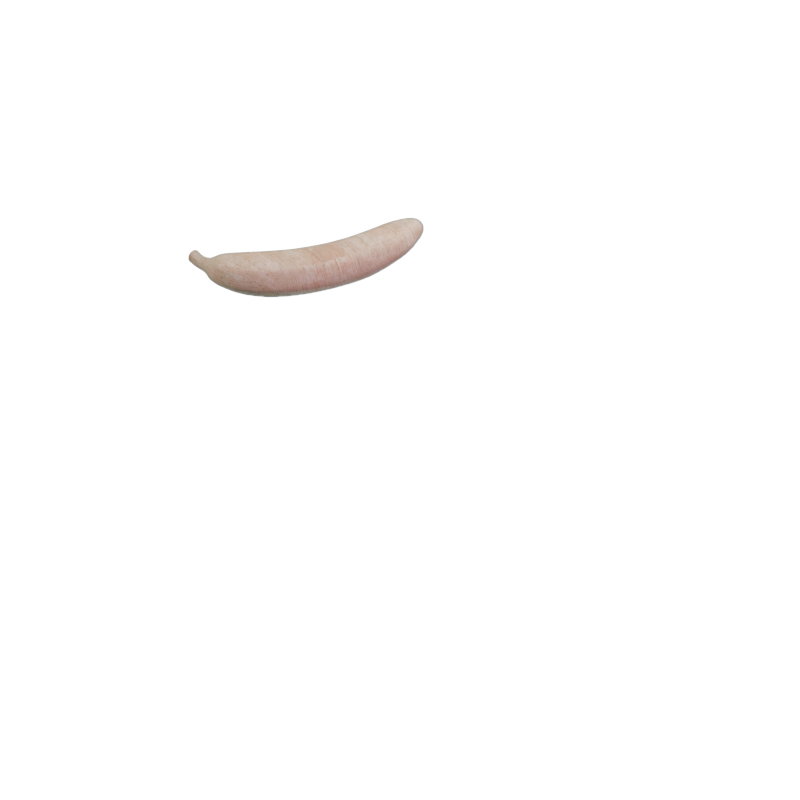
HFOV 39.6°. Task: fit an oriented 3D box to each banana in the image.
[{"bbox_3d":[-0.071,-0.116,0.899,0.196,0.075,0.034,-8,-43,-8],"label":"banana"}]
